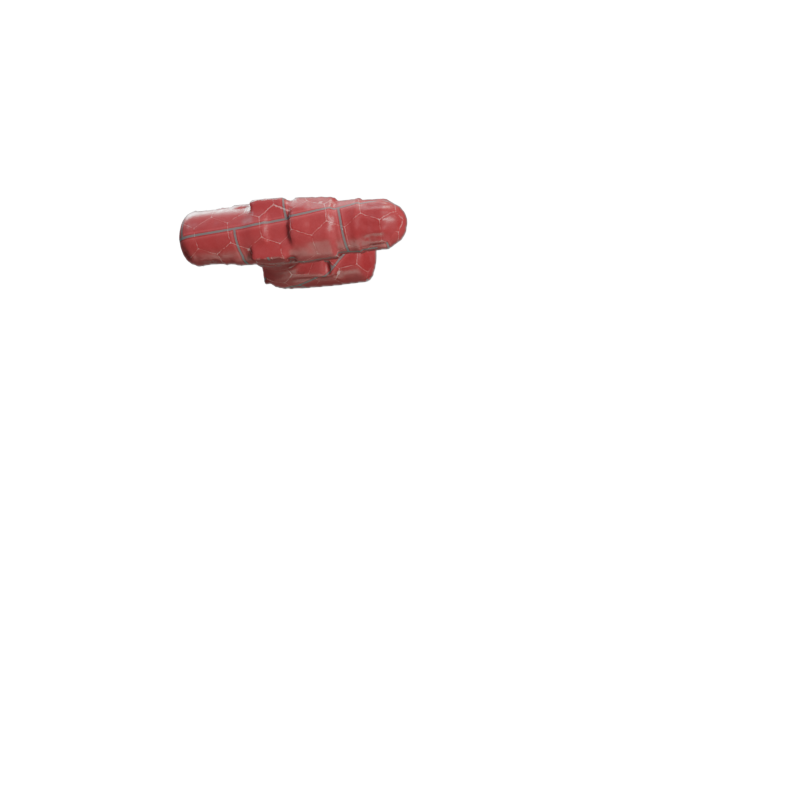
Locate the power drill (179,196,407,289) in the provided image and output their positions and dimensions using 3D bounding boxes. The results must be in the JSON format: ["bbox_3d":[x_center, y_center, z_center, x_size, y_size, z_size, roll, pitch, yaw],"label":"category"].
[{"bbox_3d":[-0.074,-0.135,0.944,0.187,0.058,0.182,-1,-2,12],"label":"power drill"}]
